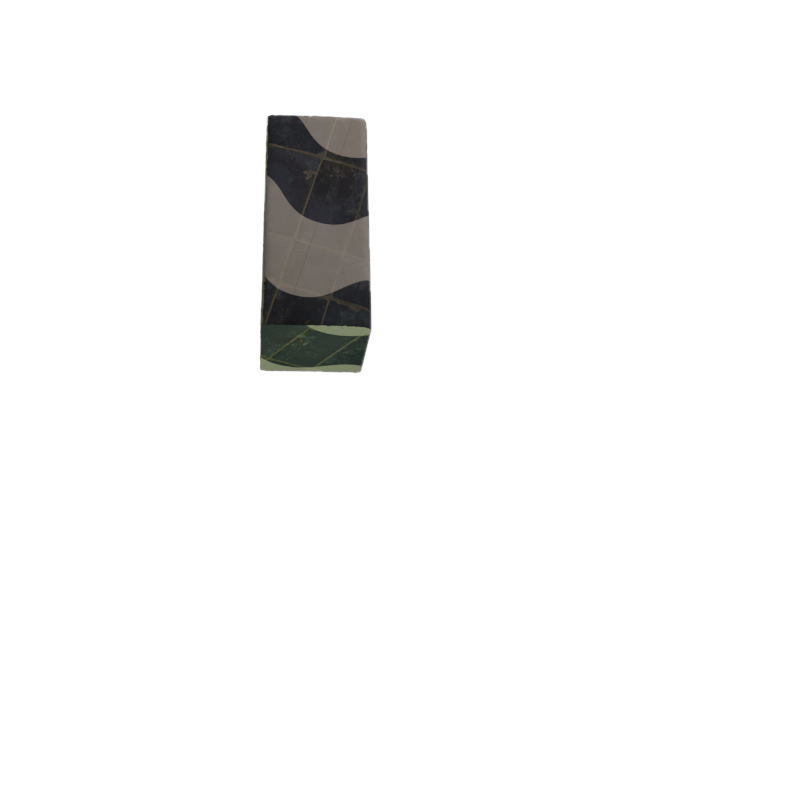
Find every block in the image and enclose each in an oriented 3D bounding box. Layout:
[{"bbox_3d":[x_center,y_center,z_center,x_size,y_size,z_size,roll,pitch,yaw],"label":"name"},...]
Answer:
[{"bbox_3d":[-0.075,-0.137,0.962,0.090,0.219,0.086,1,-28,-6],"label":"block"}]
